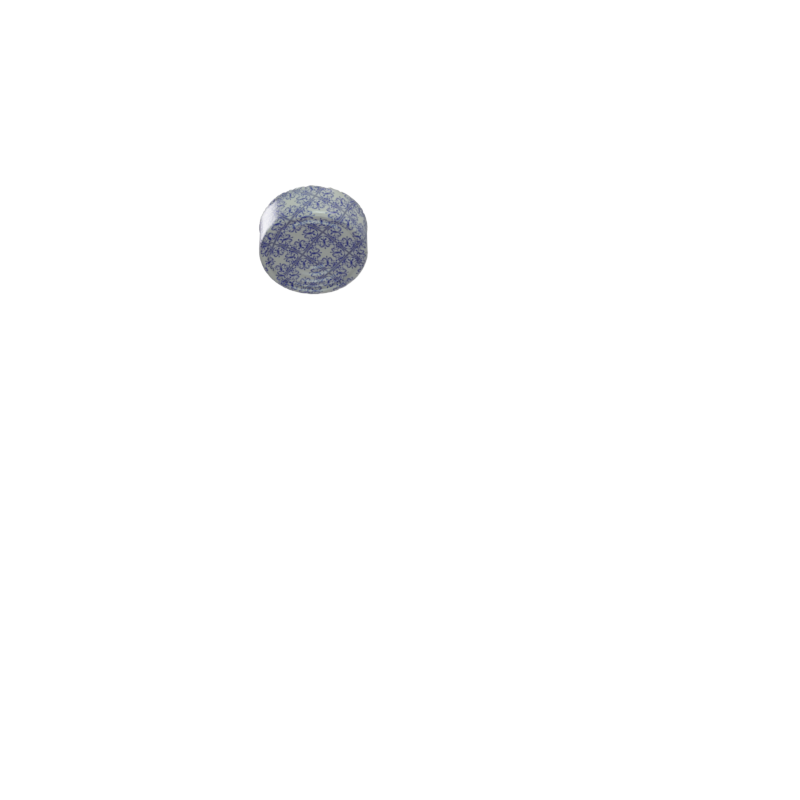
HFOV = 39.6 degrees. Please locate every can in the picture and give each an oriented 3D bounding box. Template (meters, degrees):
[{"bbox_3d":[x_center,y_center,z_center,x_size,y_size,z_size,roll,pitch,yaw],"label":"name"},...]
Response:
[{"bbox_3d":[-0.068,-0.124,0.865,0.086,0.080,0.036,1,44,-1],"label":"can"}]
